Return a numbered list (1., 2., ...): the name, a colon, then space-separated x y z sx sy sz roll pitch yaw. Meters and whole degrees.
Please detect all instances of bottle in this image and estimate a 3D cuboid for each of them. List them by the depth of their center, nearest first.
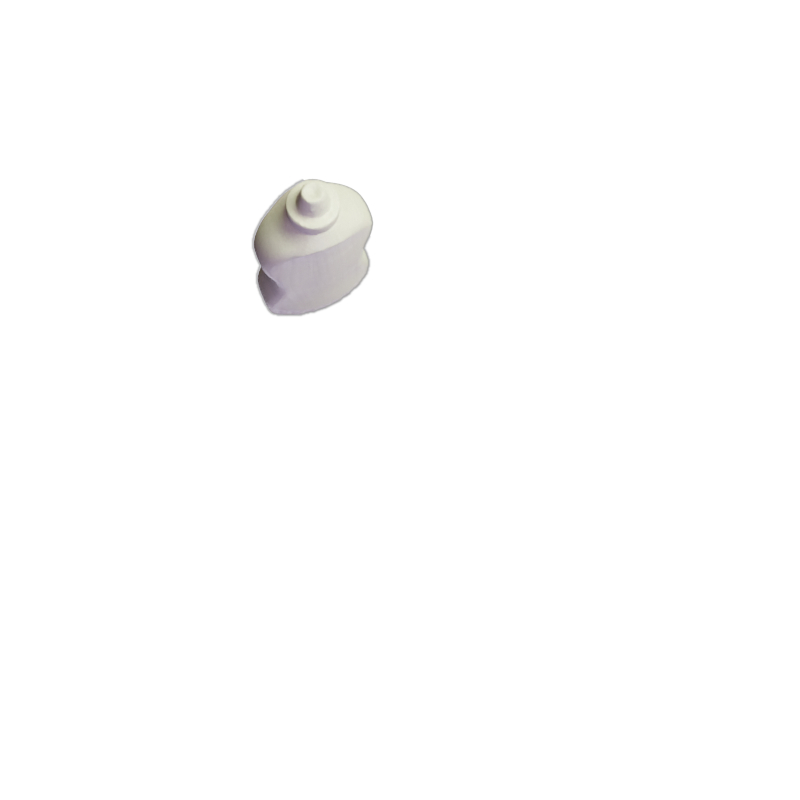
1. bottle: -0.070 -0.127 0.887 0.096 0.061 0.184 -22 -12 -9
